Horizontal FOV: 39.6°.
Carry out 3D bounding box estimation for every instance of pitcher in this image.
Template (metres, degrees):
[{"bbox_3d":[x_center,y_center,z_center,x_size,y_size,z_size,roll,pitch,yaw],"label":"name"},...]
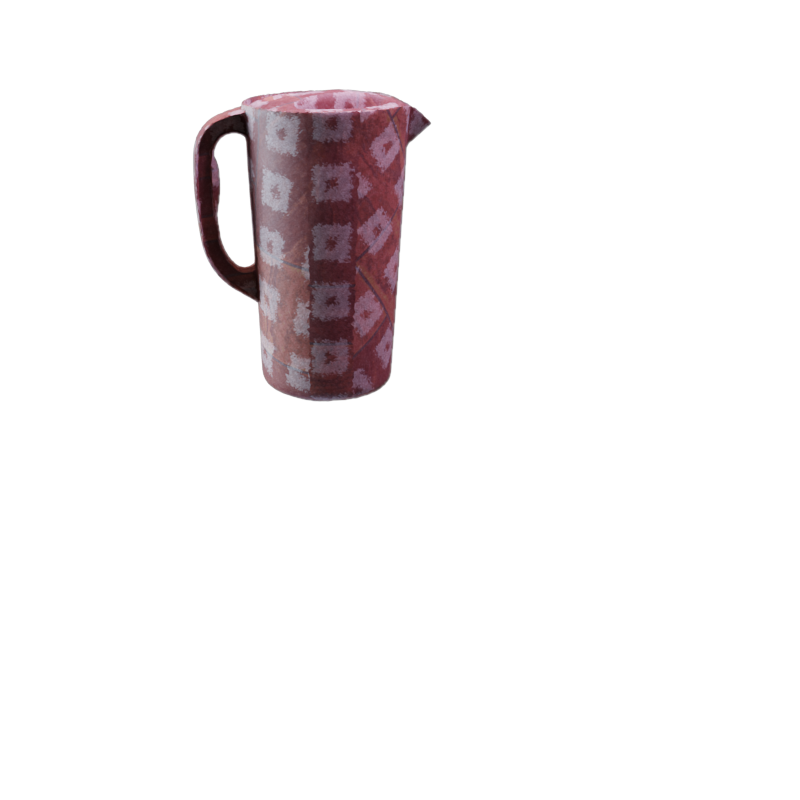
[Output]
[{"bbox_3d":[-0.070,-0.128,0.897,0.156,0.234,0.143,12,20,31],"label":"pitcher"}]
